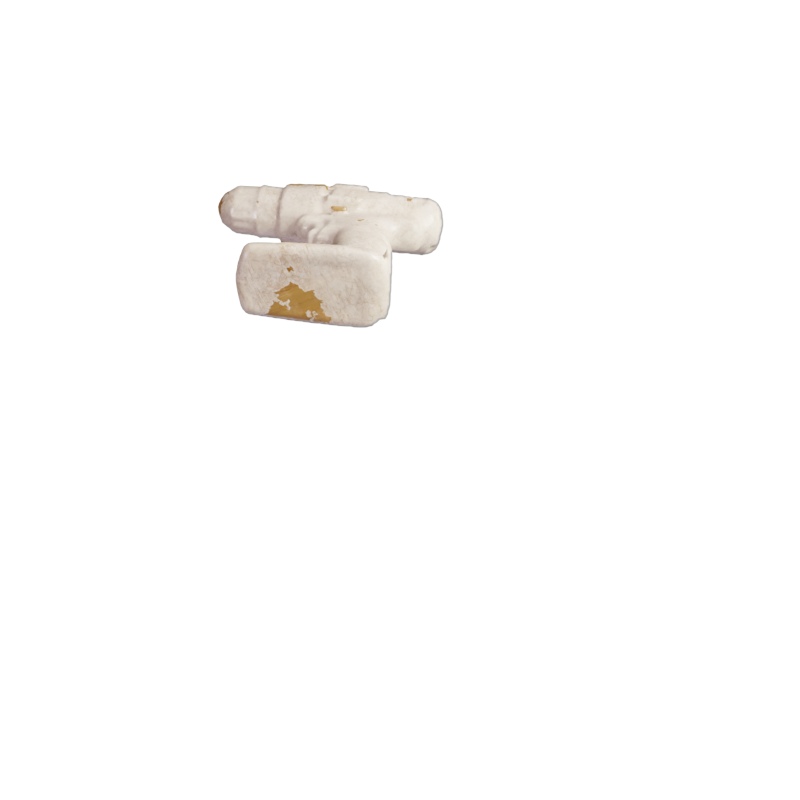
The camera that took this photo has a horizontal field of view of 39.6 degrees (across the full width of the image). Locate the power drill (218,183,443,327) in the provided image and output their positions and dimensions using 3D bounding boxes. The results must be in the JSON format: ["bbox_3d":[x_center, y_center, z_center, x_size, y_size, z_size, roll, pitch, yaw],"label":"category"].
[{"bbox_3d":[-0.066,-0.120,0.839,0.187,0.055,0.195,4,26,8],"label":"power drill"}]
